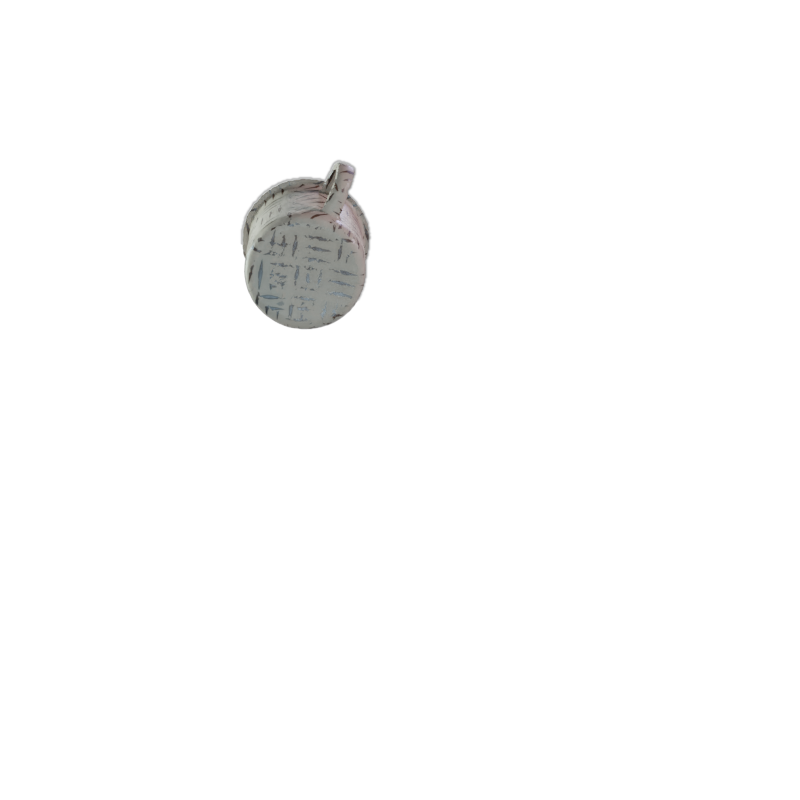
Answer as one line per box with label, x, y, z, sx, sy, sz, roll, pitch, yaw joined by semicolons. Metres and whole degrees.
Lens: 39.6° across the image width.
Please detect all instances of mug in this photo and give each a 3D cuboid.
mug;-0.060;-0.109;0.764;0.091;0.114;0.085;26;17;-11
